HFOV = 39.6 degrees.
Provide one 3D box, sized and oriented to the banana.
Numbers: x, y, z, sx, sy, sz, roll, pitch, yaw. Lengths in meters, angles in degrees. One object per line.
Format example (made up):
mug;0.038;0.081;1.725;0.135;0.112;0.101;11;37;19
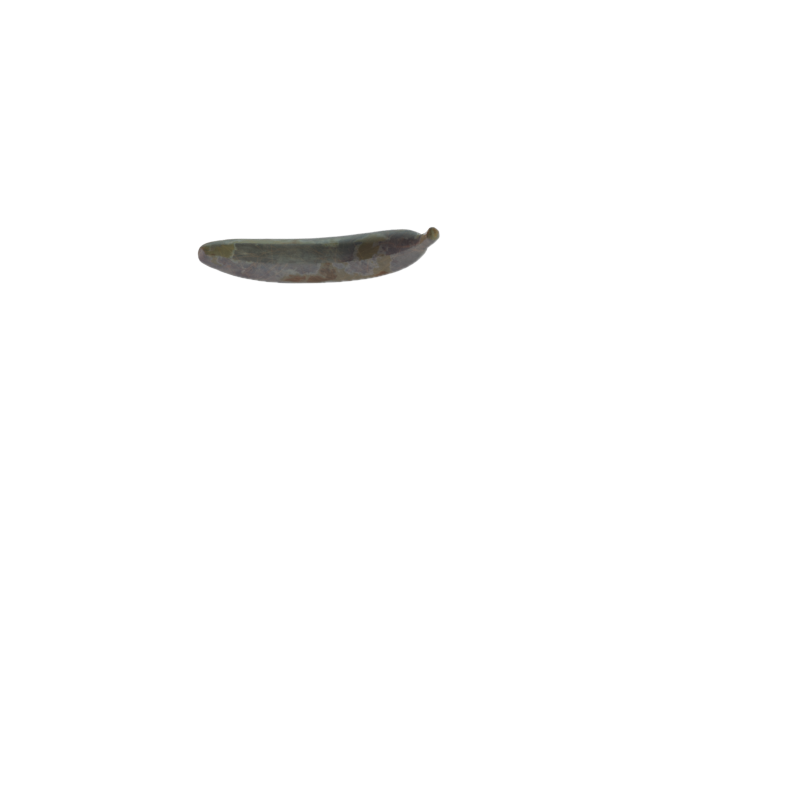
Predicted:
banana;-0.063;-0.121;0.910;0.200;0.039;0.065;-5;-25;11
